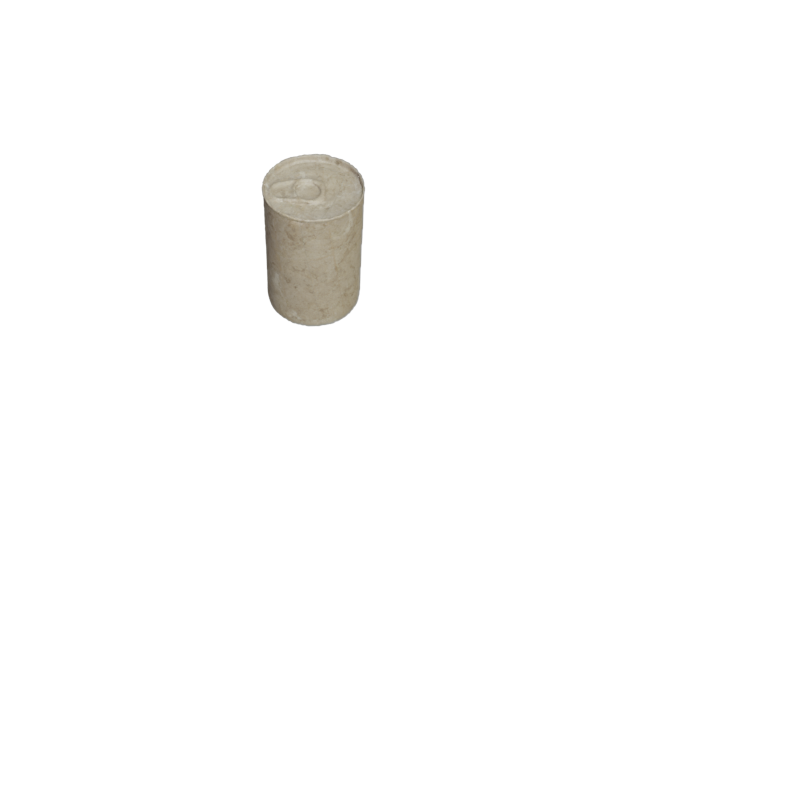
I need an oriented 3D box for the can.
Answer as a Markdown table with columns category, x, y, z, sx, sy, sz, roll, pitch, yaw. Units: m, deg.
| category | x | y | z | sx | sy | sz | roll | pitch | yaw |
| --- | --- | --- | --- | --- | --- | --- | --- | --- | --- |
| can | -0.060 | -0.109 | 0.761 | 0.068 | 0.074 | 0.095 | 0 | -43 | -3 |
